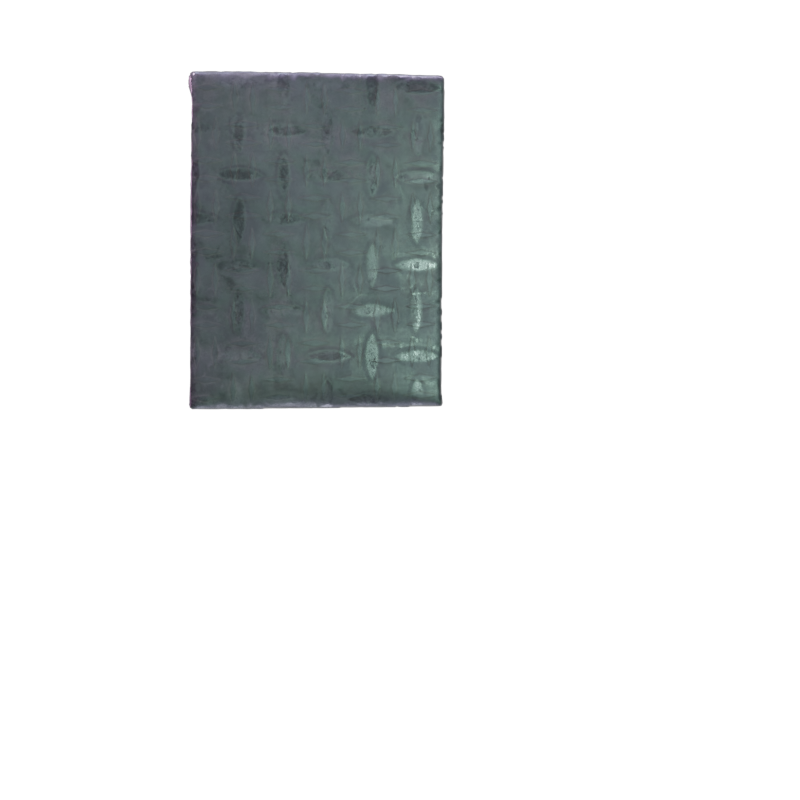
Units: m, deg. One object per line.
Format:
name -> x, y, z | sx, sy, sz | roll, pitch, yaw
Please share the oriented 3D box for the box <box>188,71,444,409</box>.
box -> -0.057, -0.104, 0.730 | 0.162, 0.214, 0.073 | 0, 0, -8
